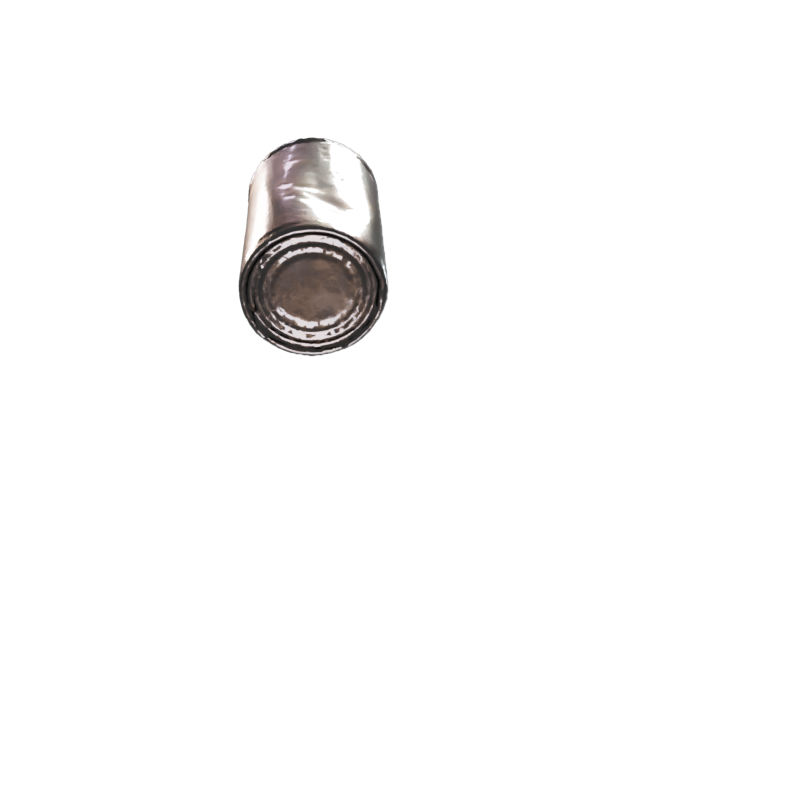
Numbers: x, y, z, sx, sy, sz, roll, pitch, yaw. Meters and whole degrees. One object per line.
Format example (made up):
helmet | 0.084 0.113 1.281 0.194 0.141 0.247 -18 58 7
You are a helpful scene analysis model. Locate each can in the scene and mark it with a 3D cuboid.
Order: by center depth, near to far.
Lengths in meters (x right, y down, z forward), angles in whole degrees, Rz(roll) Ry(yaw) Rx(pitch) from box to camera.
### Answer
can | -0.042 -0.076 0.532 0.068 0.064 0.109 -1 32 -3
